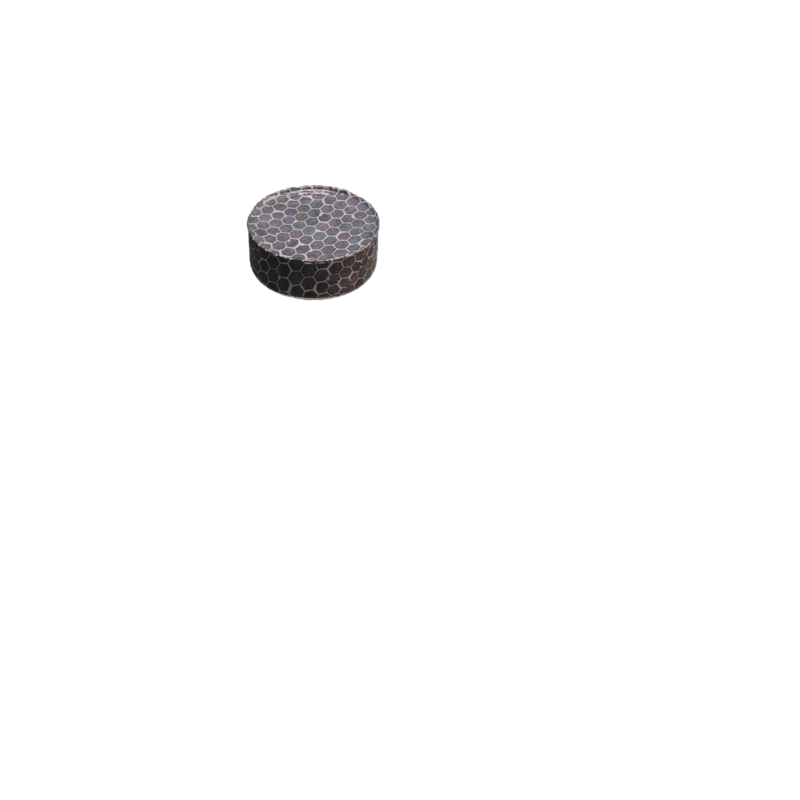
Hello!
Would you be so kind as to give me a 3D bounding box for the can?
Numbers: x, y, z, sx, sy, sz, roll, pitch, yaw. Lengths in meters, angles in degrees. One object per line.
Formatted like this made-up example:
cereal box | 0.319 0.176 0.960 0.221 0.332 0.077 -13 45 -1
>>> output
can | -0.057 -0.103 0.723 0.086 0.031 0.092 -1 41 -2
